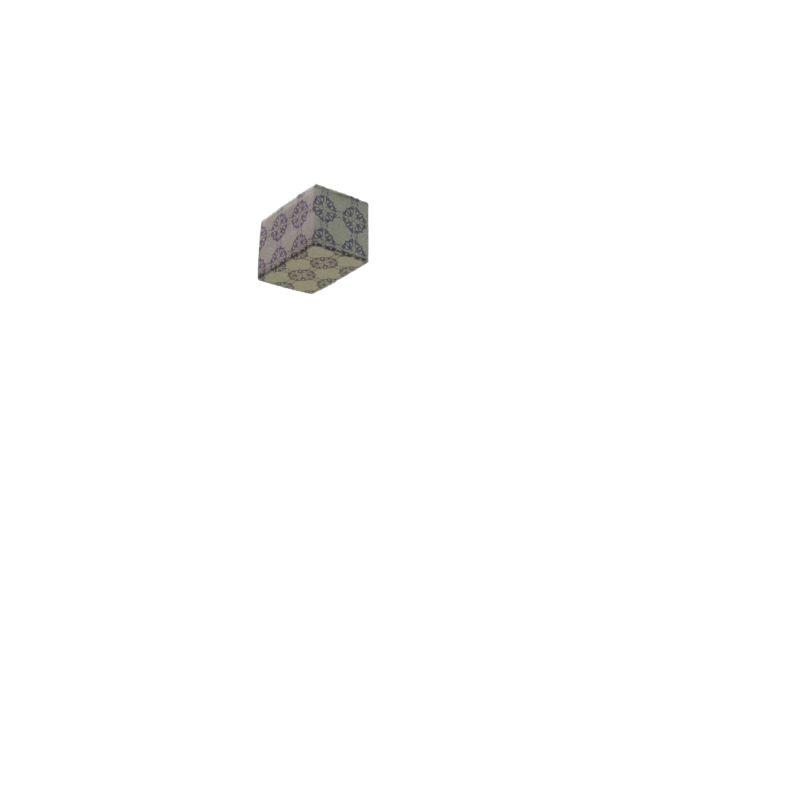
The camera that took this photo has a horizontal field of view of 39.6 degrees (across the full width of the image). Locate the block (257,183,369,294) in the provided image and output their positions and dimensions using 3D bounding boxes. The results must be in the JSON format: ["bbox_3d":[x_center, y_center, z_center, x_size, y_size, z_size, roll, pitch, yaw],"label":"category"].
[{"bbox_3d":[-0.067,-0.122,0.852,0.050,0.054,0.078,16,-27,-36],"label":"block"}]
